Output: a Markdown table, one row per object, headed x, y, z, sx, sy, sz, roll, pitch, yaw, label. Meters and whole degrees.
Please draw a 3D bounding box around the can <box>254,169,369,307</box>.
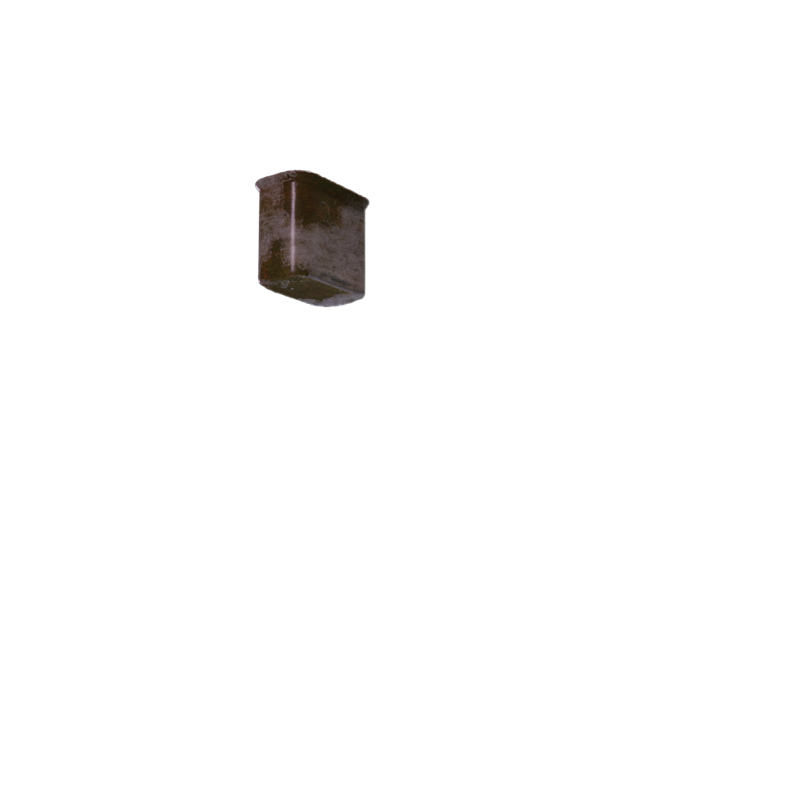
| x | y | z | sx | sy | sz | roll | pitch | yaw | label |
| --- | --- | --- | --- | --- | --- | --- | --- | --- | --- |
| -0.069 | -0.125 | 0.879 | 0.059 | 0.087 | 0.096 | -11 | -17 | 33 | can |
